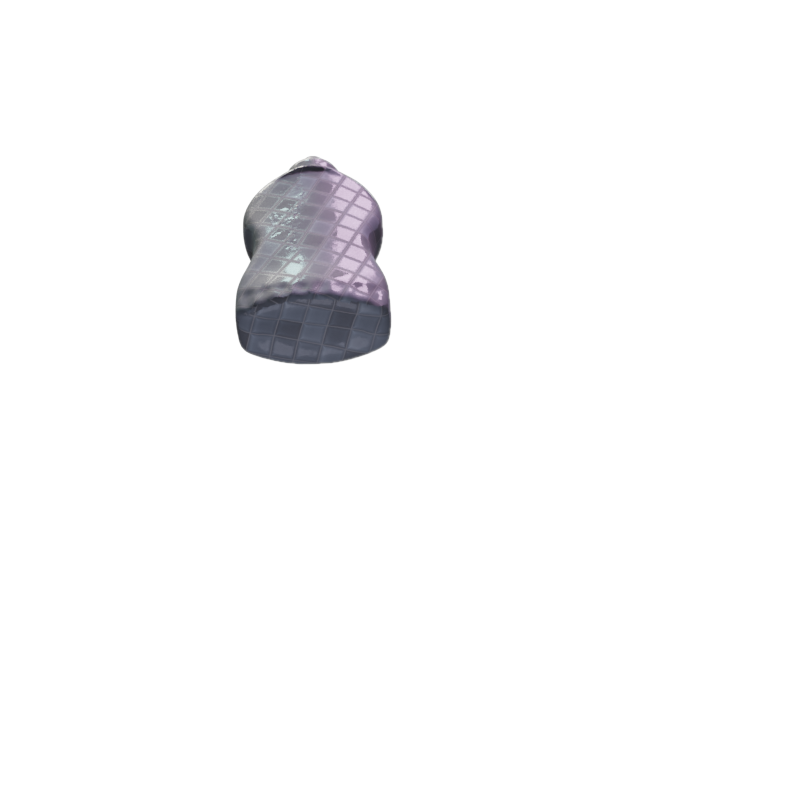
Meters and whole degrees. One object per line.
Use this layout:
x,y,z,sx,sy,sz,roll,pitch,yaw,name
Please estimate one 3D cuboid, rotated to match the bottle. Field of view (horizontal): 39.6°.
-0.059,-0.108,0.753,0.096,0.054,0.206,-5,41,0,bottle
